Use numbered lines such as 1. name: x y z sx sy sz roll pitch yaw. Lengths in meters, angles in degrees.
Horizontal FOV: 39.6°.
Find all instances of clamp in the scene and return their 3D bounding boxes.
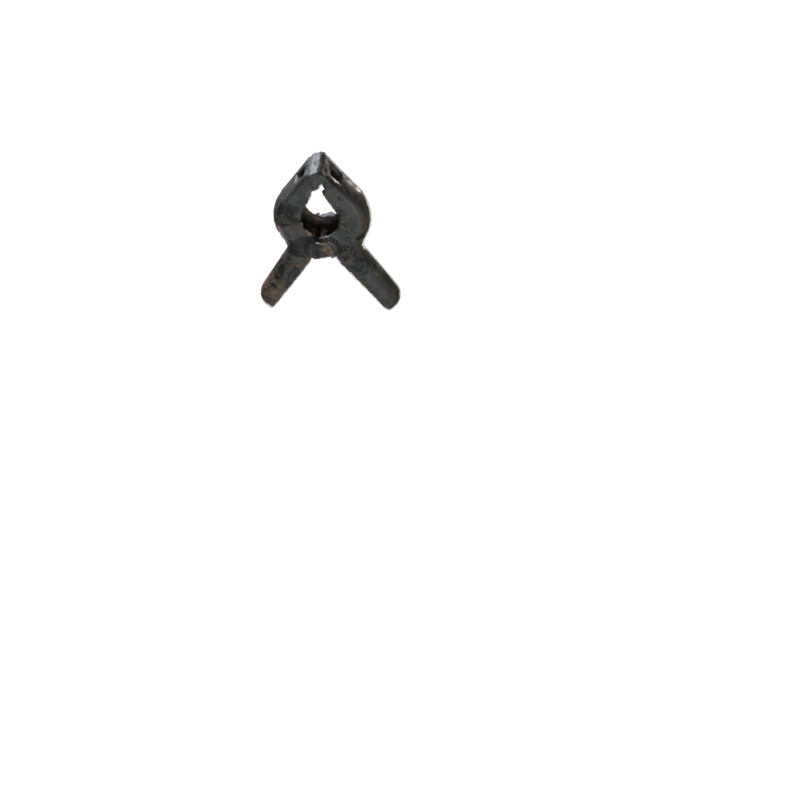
1. clamp: -0.072 -0.131 0.916 0.121 0.042 0.158 -8 -44 8
